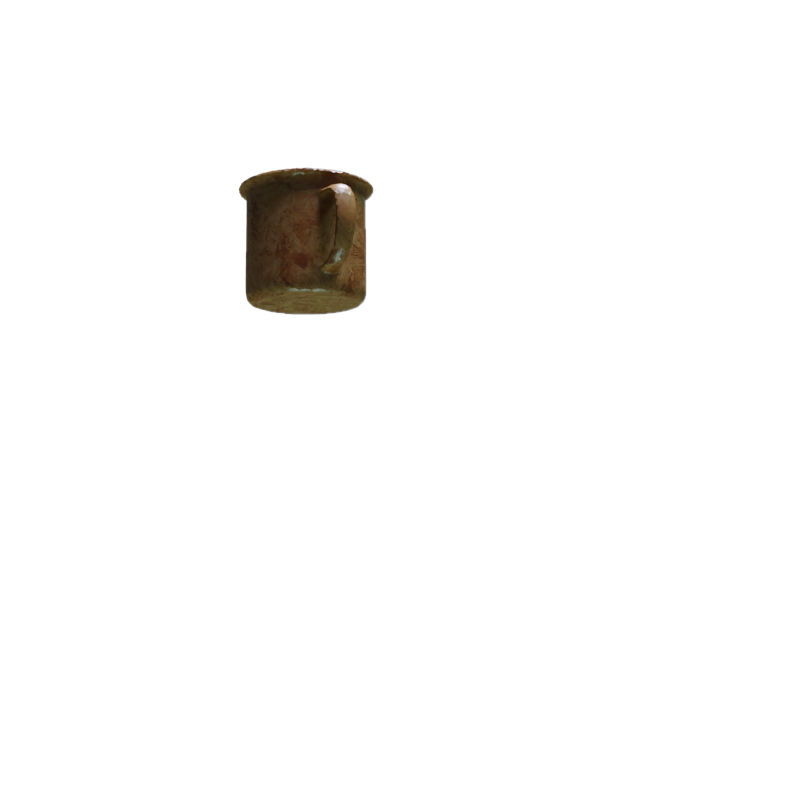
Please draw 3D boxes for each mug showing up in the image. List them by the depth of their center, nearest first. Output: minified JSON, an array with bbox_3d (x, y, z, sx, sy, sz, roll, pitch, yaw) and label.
[{"bbox_3d":[-0.058,-0.106,0.744,0.090,0.084,0.118,5,-12,-27],"label":"mug"}]
